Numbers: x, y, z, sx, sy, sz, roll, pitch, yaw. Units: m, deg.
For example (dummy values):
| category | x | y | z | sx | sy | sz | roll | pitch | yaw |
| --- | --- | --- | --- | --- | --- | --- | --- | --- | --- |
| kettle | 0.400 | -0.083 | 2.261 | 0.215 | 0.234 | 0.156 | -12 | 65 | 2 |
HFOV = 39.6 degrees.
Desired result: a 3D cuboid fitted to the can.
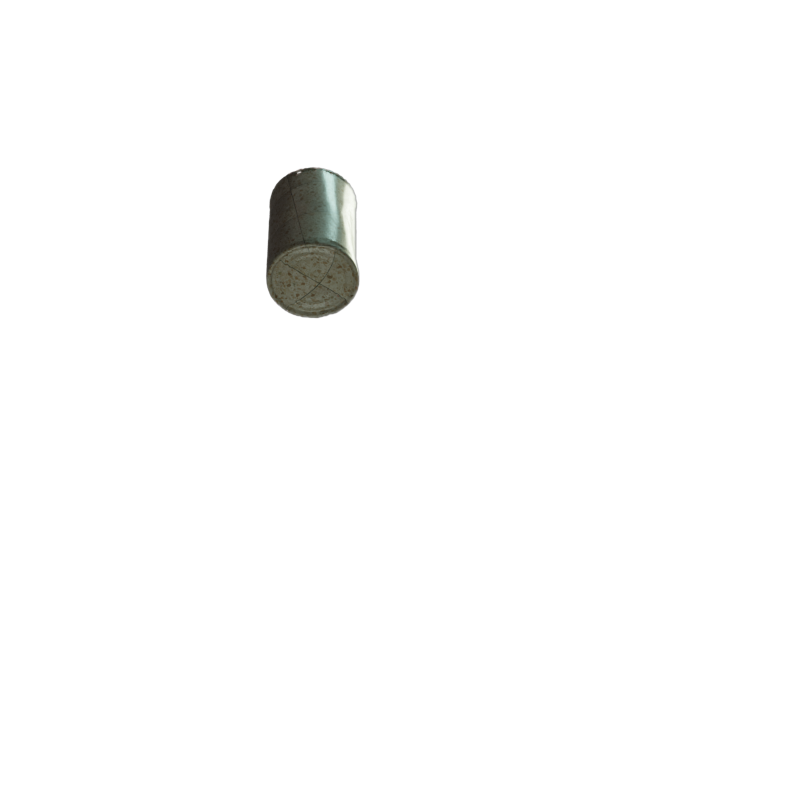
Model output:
| category | x | y | z | sx | sy | sz | roll | pitch | yaw |
| --- | --- | --- | --- | --- | --- | --- | --- | --- | --- |
| can | -0.064 | -0.116 | 0.816 | 0.068 | 0.064 | 0.109 | -1 | 39 | -3 |
